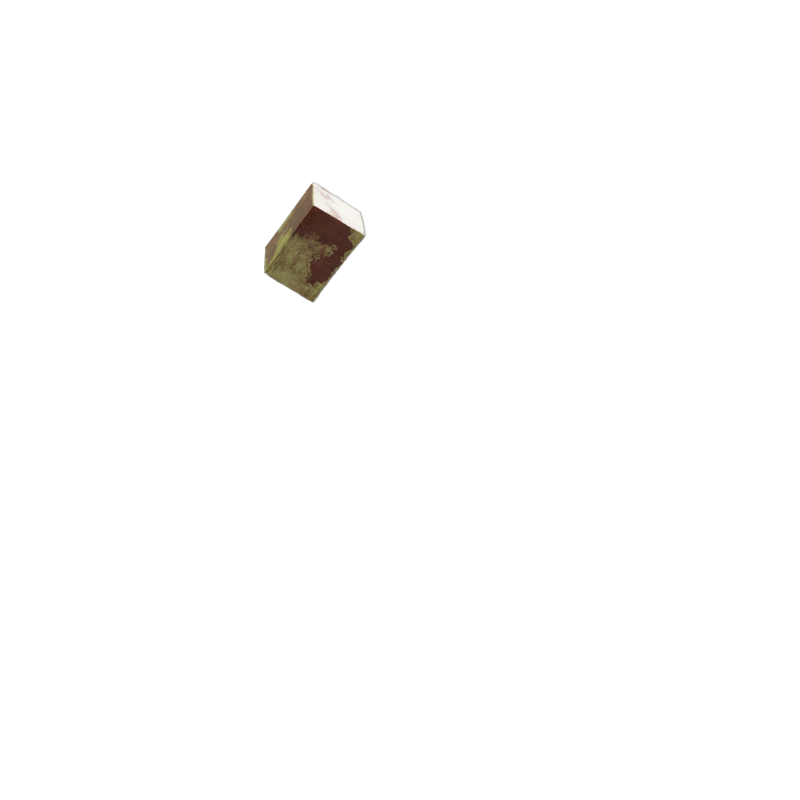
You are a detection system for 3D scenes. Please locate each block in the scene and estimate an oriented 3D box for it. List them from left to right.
[{"bbox_3d":[-0.073,-0.133,0.932,0.051,0.076,0.054,32,24,-19],"label":"block"}]
